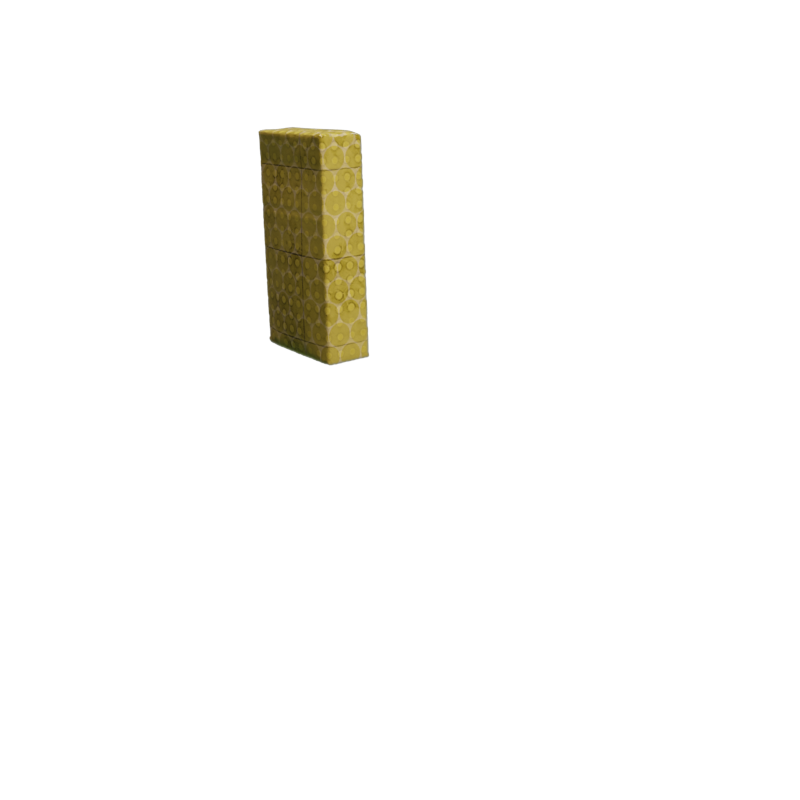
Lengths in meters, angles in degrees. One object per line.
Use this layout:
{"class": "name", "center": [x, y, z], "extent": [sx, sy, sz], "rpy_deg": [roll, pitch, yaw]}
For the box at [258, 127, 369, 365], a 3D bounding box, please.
{"class": "box", "center": [-0.068, -0.124, 0.871], "extent": [0.047, 0.172, 0.098], "rpy_deg": [-6, 13, -35]}
